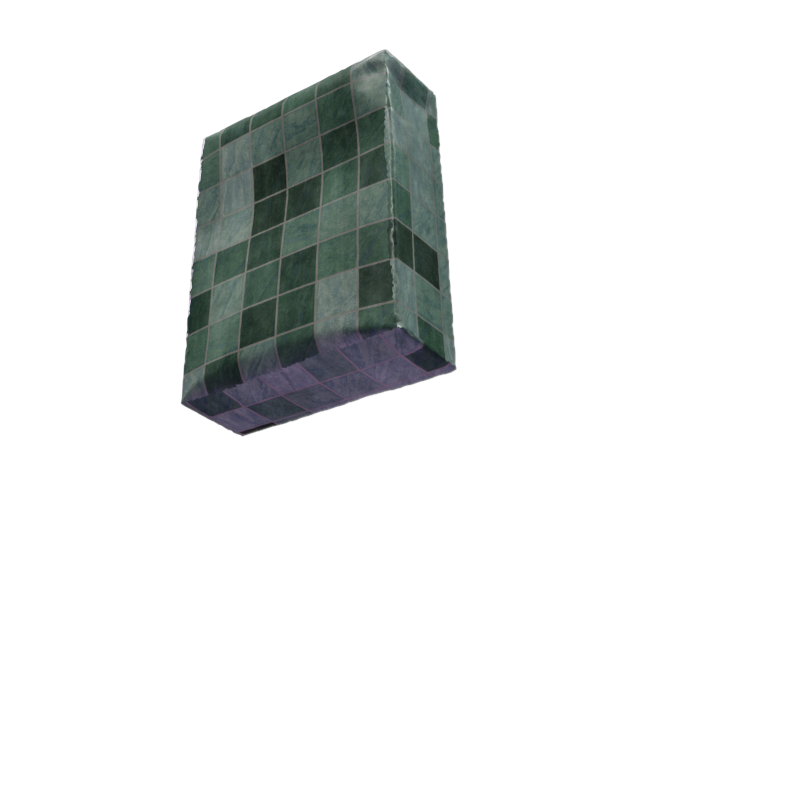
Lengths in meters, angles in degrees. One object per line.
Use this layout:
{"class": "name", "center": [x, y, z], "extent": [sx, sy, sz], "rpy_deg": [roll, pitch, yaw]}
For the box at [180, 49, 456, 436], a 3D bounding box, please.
{"class": "box", "center": [-0.056, -0.103, 0.720], "extent": [0.166, 0.228, 0.067], "rpy_deg": [-19, -35, 28]}
